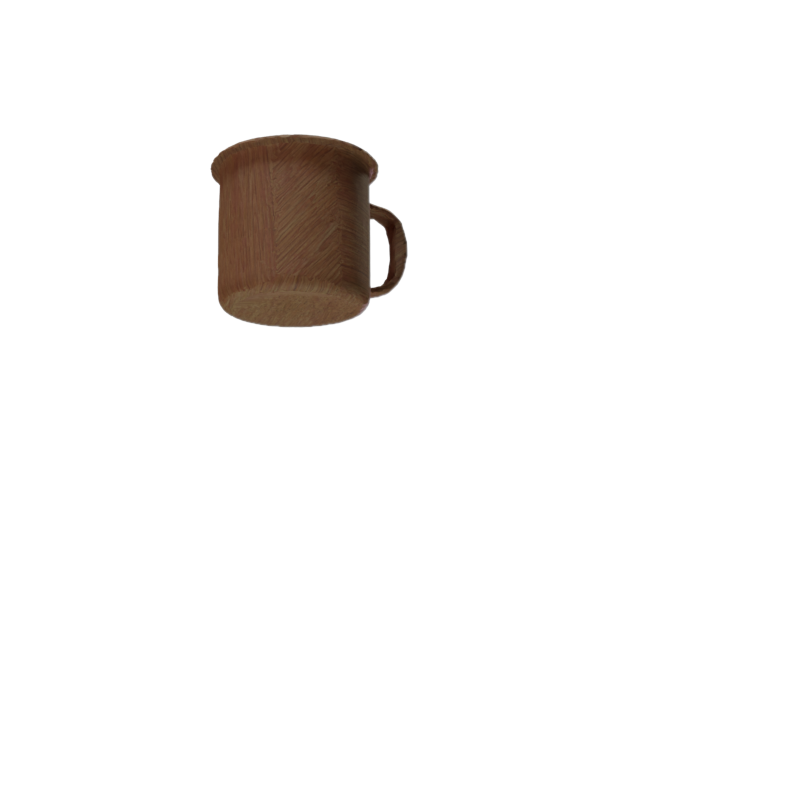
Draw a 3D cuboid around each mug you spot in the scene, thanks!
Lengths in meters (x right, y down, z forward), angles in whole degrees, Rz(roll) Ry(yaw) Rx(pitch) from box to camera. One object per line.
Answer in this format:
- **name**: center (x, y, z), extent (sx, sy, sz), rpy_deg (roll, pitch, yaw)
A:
- **mug**: center (-0.047, -0.086, 0.606), extent (0.112, 0.085, 0.094), rpy_deg (9, -18, -32)
